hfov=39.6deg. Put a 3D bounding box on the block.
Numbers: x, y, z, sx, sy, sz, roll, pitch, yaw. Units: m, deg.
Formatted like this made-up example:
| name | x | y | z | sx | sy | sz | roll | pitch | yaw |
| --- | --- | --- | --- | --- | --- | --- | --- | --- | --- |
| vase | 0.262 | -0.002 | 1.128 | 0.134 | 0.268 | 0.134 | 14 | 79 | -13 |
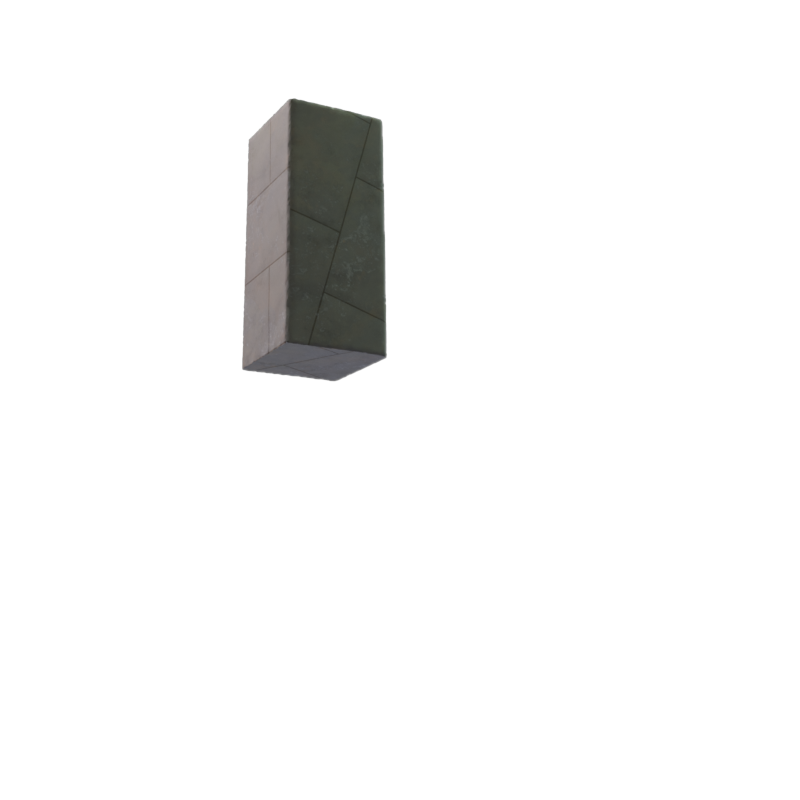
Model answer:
| name | x | y | z | sx | sy | sz | roll | pitch | yaw |
| --- | --- | --- | --- | --- | --- | --- | --- | --- | --- |
| block | -0.071 | -0.130 | 0.913 | 0.087 | 0.216 | 0.090 | 9 | -22 | -28 |
